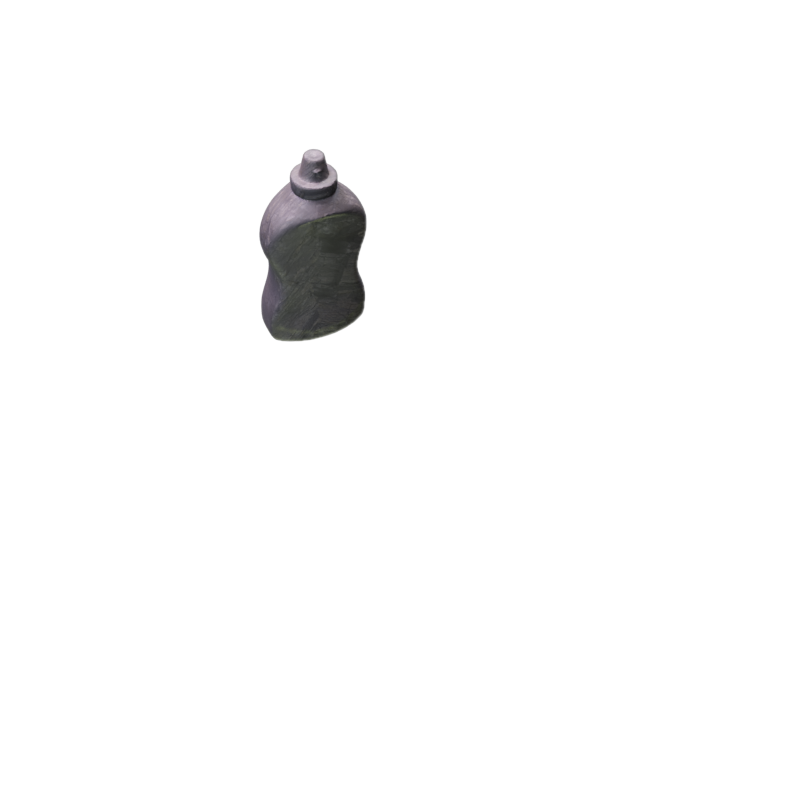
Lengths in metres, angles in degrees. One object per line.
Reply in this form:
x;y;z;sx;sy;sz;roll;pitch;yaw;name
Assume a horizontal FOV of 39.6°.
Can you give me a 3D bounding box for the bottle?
-0.077;-0.141;0.988;0.095;0.179;0.063;-14;46;-18;bottle
